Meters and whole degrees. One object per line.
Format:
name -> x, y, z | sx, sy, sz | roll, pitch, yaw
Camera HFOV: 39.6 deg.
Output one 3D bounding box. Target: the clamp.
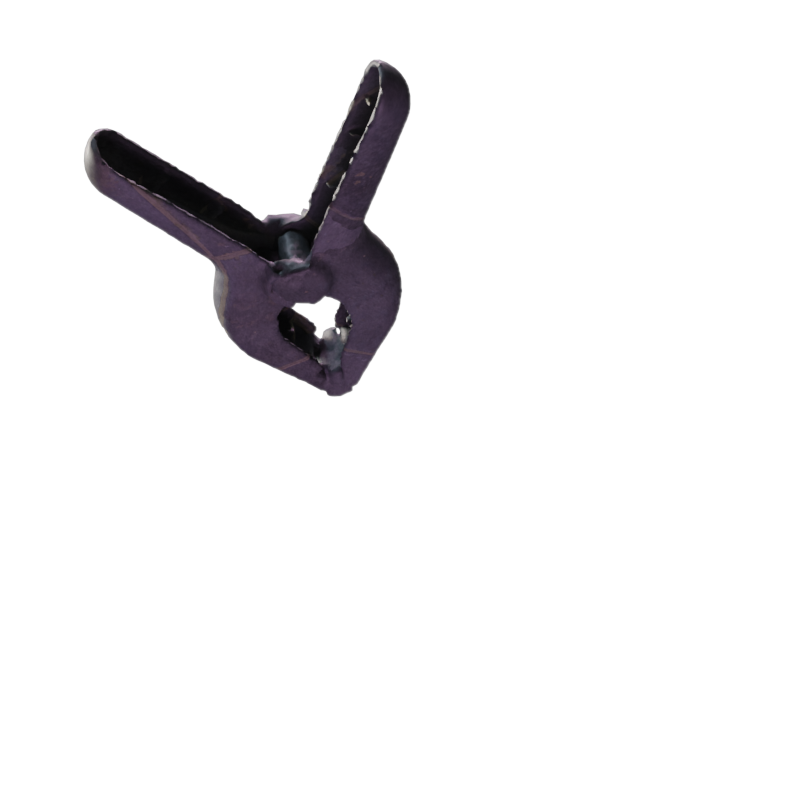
clamp -> -0.035, -0.064, 0.446 | 0.121, 0.042, 0.158 | -12, -36, 17
